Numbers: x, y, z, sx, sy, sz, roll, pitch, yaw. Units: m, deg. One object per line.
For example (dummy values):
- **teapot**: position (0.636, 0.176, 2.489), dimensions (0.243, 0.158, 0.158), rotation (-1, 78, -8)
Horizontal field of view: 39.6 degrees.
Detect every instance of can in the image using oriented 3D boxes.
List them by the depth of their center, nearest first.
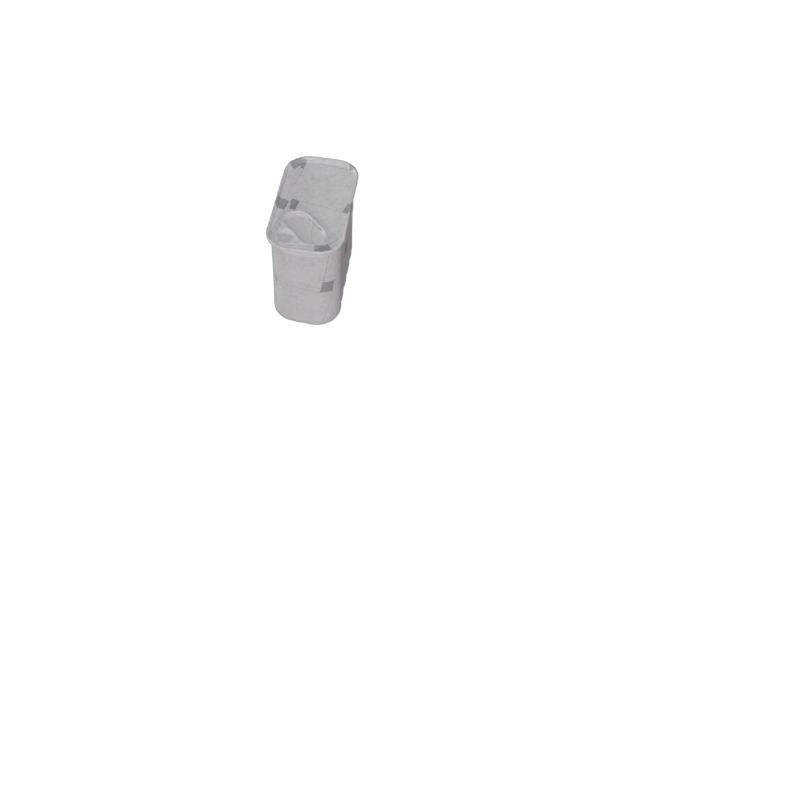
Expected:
- **can**: position (-0.066, -0.121, 0.846), dimensions (0.058, 0.108, 0.078), rotation (7, -41, 3)
